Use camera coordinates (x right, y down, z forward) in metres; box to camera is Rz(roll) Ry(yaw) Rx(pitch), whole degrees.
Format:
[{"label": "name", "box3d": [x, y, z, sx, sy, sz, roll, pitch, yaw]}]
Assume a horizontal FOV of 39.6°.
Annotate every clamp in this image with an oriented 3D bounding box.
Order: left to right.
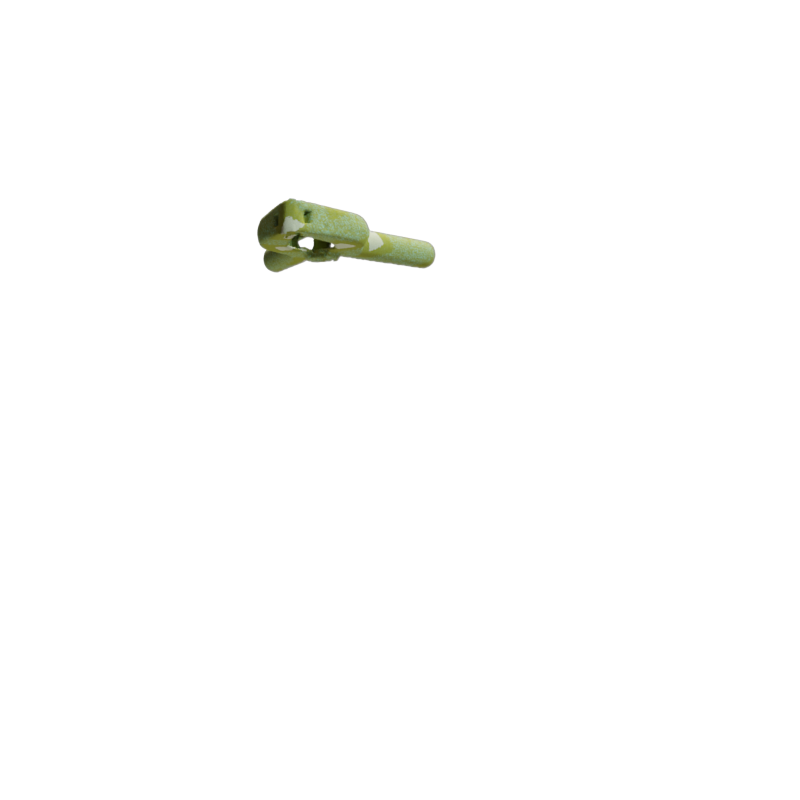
[{"label": "clamp", "box3d": [-0.076, -0.138, 0.968, 0.168, 0.037, 0.201, -1, -3, 21]}]
